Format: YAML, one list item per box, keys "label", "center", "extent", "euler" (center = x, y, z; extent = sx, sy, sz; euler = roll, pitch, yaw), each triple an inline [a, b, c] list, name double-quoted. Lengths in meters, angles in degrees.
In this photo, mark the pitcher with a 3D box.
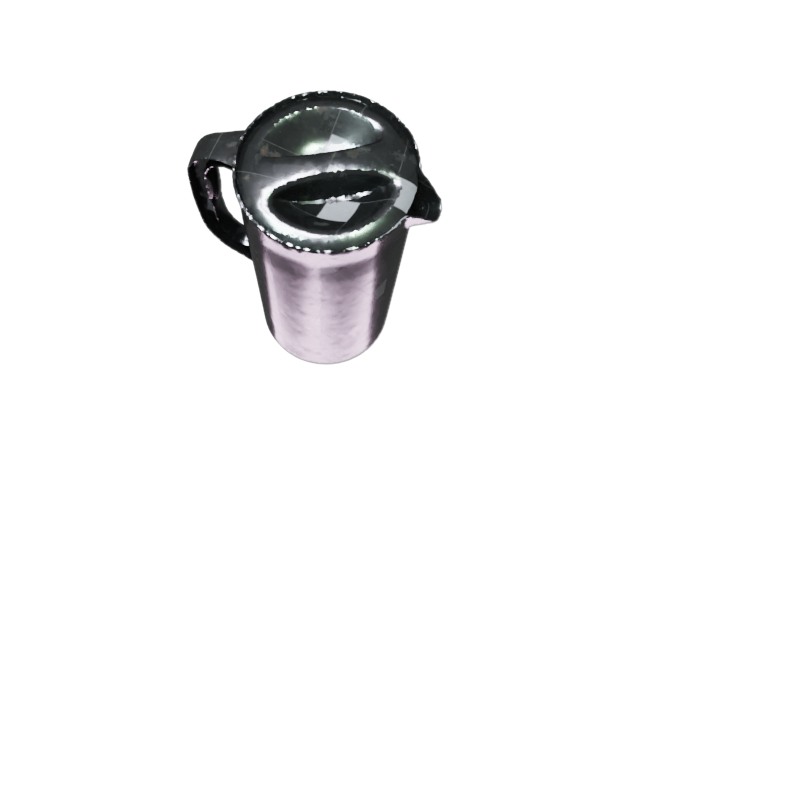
- label: "pitcher"
  center: [-0.068, -0.124, 0.871]
  extent: [0.145, 0.158, 0.230]
  euler: [-27, -20, -14]
